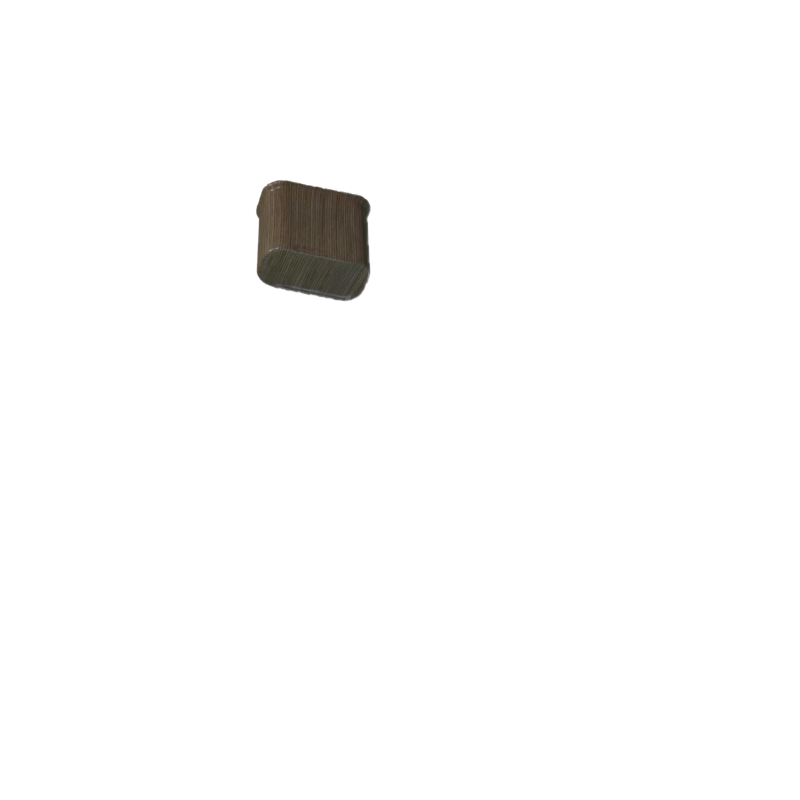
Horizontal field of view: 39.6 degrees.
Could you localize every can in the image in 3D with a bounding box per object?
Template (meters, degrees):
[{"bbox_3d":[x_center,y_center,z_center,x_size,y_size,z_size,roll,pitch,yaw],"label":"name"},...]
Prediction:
[{"bbox_3d":[-0.077,-0.140,0.982,0.100,0.090,0.055,10,-42,-13],"label":"can"}]
